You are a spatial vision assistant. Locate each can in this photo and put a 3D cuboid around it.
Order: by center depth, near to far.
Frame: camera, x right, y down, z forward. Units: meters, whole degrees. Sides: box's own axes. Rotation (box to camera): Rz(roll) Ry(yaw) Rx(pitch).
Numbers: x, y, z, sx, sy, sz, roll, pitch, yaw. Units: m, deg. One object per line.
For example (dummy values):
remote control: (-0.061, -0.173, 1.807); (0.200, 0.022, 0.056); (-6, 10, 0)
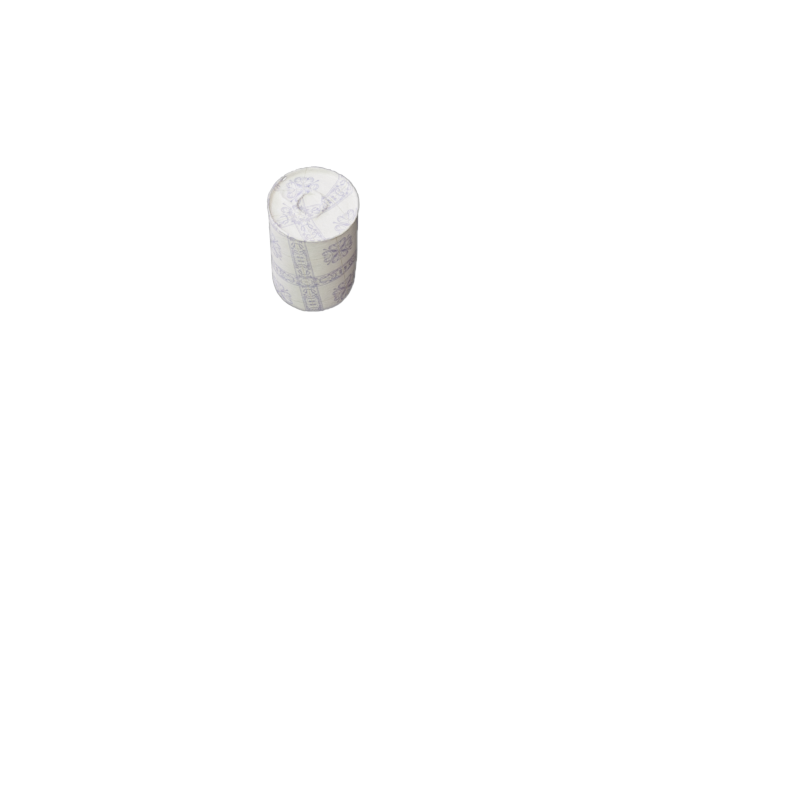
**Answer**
can: (-0.067, -0.121, 0.850); (0.068, 0.073, 0.096); (0, -30, -3)
